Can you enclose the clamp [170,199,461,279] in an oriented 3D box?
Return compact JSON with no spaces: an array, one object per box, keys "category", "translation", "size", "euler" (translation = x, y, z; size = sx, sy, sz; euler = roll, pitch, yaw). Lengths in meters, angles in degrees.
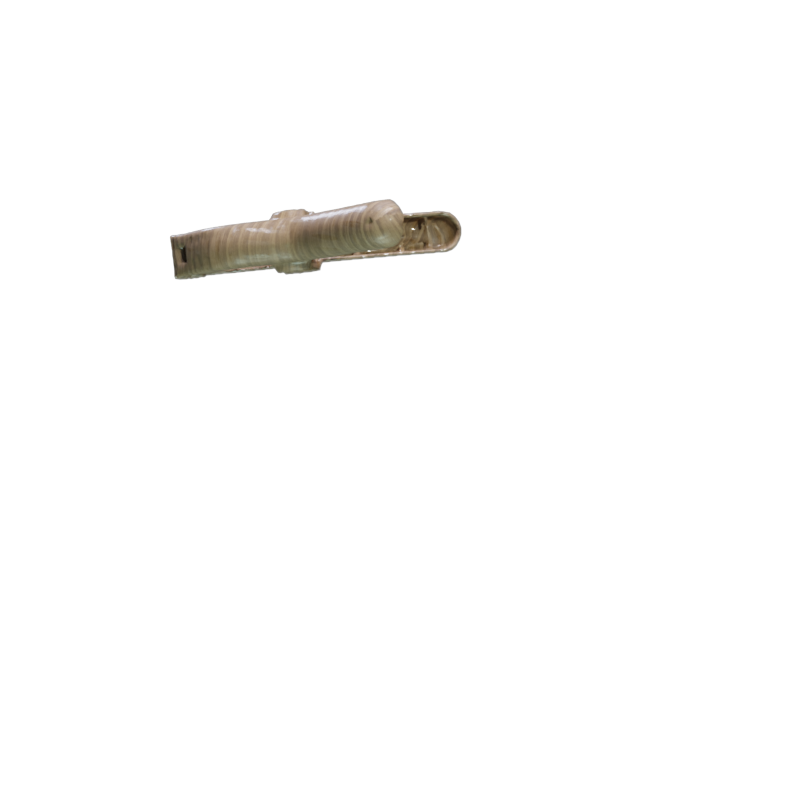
[{"category":"clamp","translation":[-0.051,-0.093,0.649],"size":[0.177,0.040,0.115],"euler":[0,-1,30]}]
